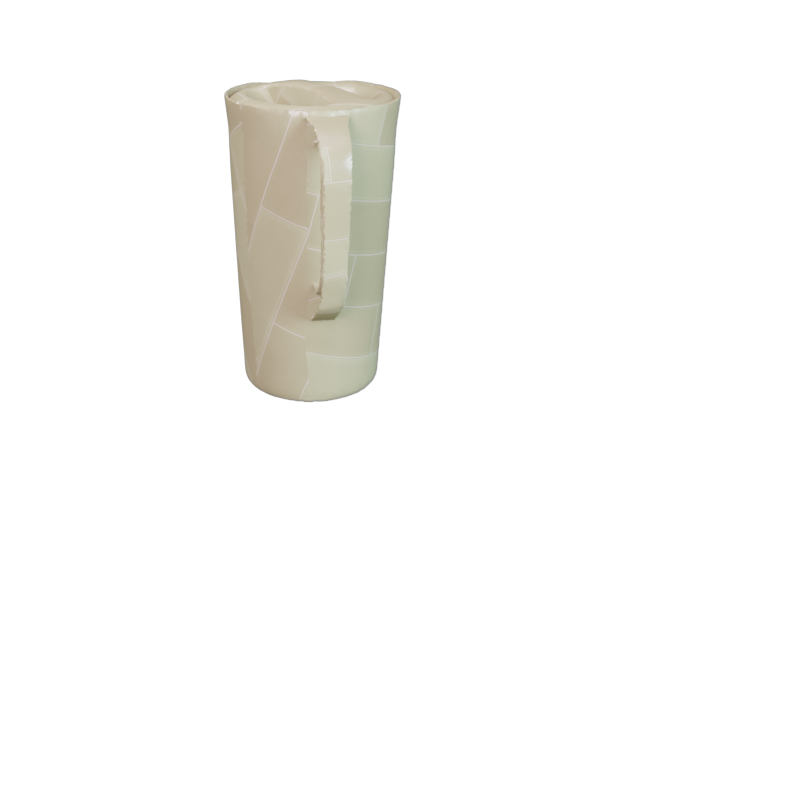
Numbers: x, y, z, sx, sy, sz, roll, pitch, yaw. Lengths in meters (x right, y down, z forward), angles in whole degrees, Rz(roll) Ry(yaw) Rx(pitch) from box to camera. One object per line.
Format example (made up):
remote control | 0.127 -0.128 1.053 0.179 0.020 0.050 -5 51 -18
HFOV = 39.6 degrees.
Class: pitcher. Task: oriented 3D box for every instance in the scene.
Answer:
pitcher | -0.067 -0.123 0.860 0.152 0.233 0.149 13 23 29
